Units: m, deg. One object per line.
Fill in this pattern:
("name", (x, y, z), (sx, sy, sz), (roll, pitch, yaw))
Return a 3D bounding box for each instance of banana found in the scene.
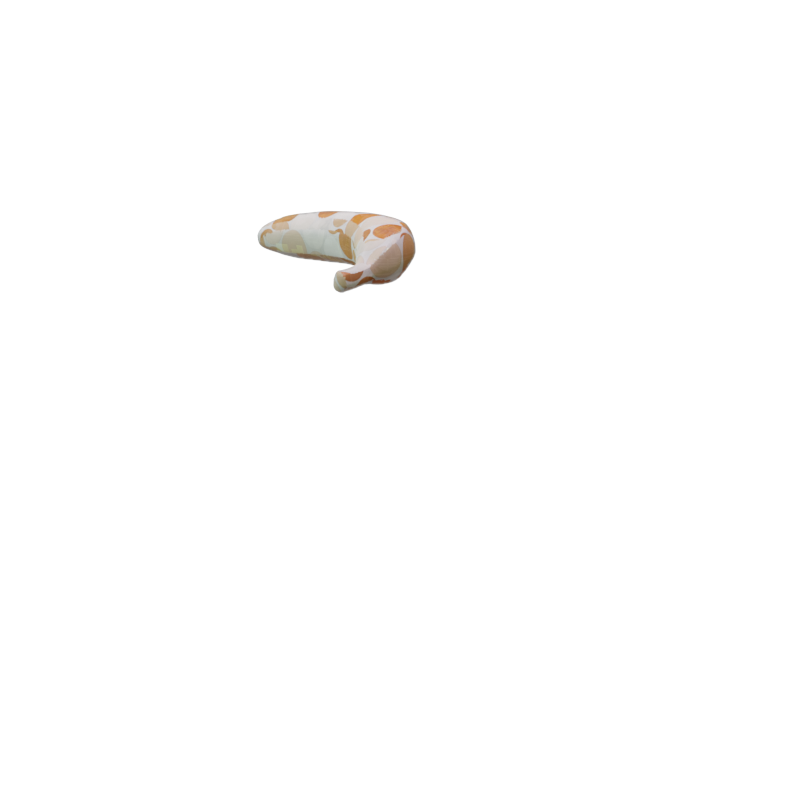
("banana", (-0.036, -0.101, 0.706), (0.068, 0.036, 0.206), (-4, 14, -19))
